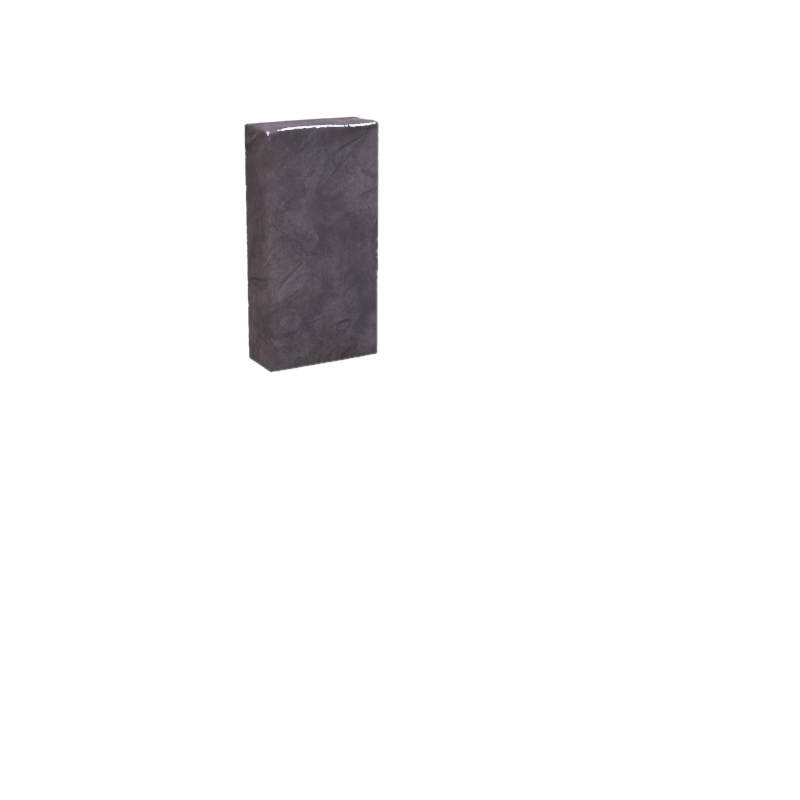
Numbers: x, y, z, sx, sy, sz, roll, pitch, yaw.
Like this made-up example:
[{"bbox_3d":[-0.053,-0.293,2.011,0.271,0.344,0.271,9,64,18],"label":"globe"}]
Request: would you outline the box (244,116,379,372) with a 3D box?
[{"bbox_3d":[-0.063,-0.116,0.810,0.091,0.170,0.051,-9,19,-28],"label":"box"}]
